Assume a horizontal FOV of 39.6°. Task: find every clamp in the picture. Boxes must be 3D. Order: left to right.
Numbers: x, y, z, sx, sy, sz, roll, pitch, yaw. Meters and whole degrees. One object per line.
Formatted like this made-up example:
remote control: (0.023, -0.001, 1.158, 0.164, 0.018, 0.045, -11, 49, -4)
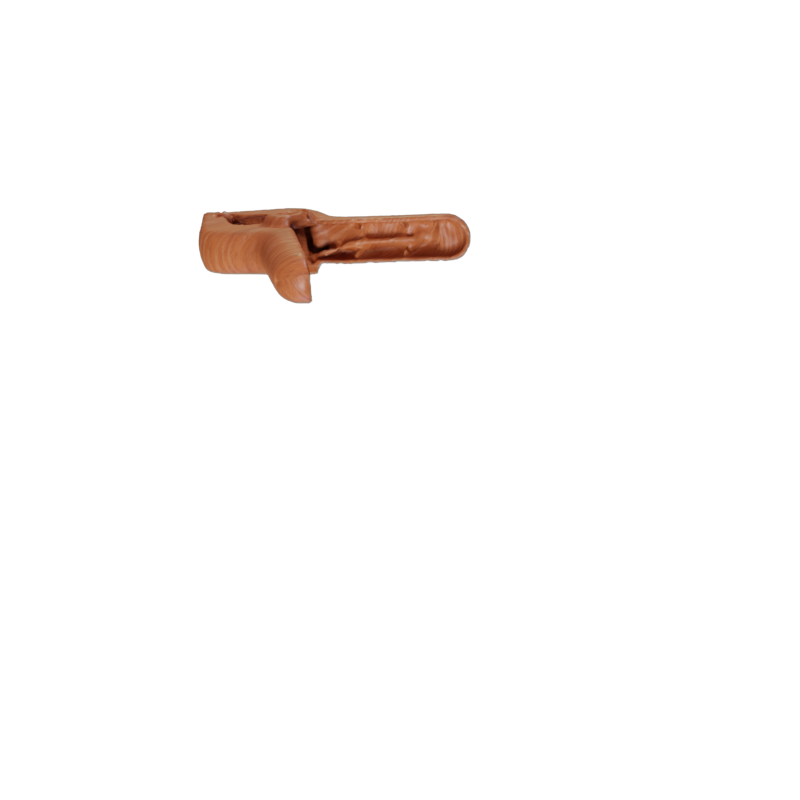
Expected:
clamp: (-0.048, -0.088, 0.613, 0.117, 0.038, 0.181, -10, 20, -30)
